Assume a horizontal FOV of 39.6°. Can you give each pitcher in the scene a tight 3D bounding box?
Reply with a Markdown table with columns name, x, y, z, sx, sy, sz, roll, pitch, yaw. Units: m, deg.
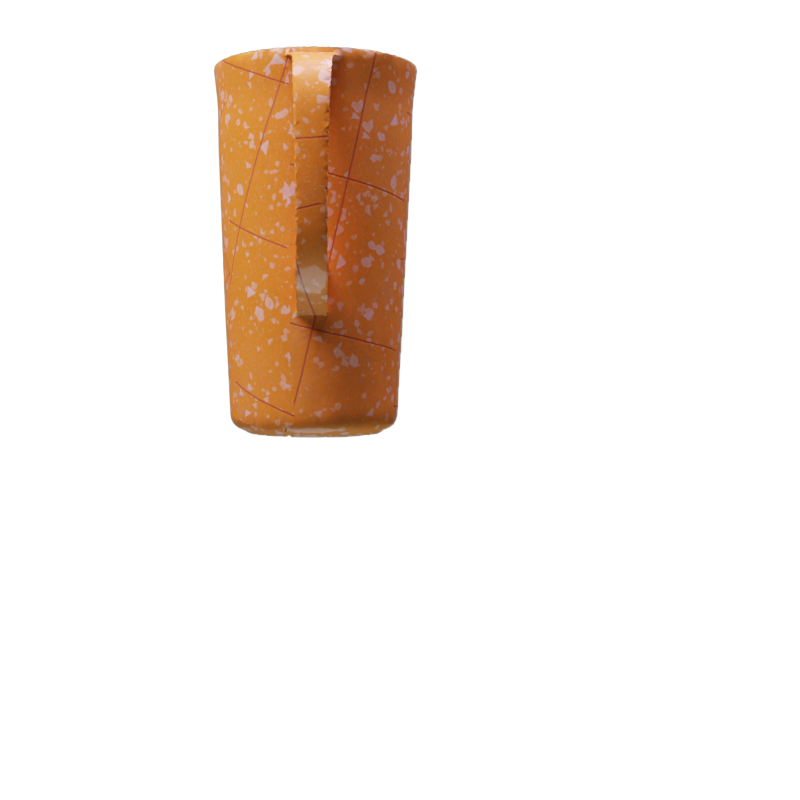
| name | x | y | z | sx | sy | sz | roll | pitch | yaw |
| --- | --- | --- | --- | --- | --- | --- | --- | --- | --- |
| pitcher | -0.056 | -0.102 | 0.711 | 0.150 | 0.245 | 0.143 | -2 | -3 | 42 |
